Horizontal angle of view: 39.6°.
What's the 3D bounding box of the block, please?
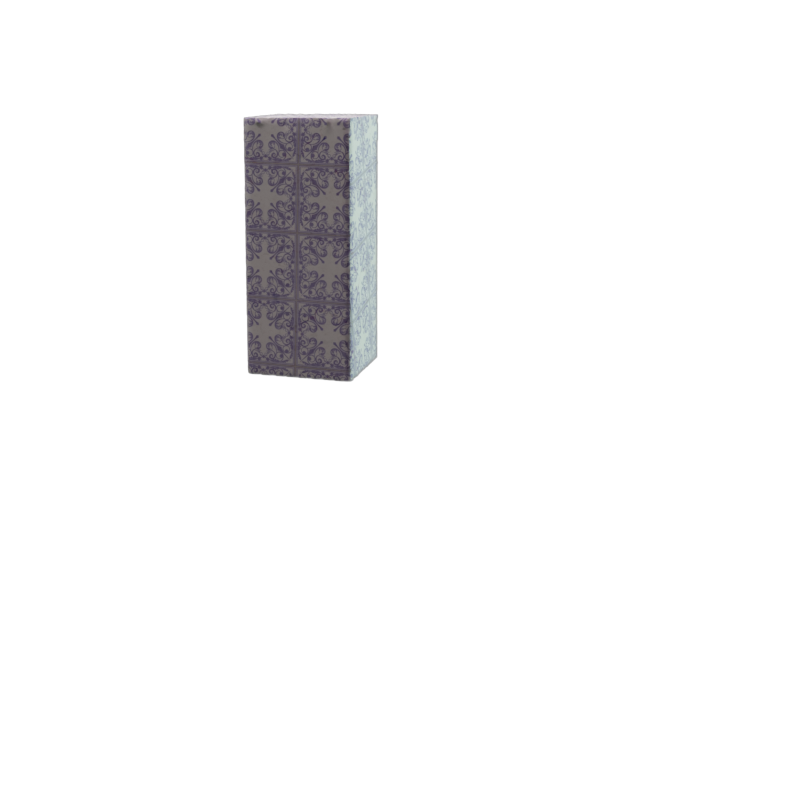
[{"bbox_3d":[-0.071,-0.129,0.905,0.093,0.202,0.090,3,10,15],"label":"block"}]
